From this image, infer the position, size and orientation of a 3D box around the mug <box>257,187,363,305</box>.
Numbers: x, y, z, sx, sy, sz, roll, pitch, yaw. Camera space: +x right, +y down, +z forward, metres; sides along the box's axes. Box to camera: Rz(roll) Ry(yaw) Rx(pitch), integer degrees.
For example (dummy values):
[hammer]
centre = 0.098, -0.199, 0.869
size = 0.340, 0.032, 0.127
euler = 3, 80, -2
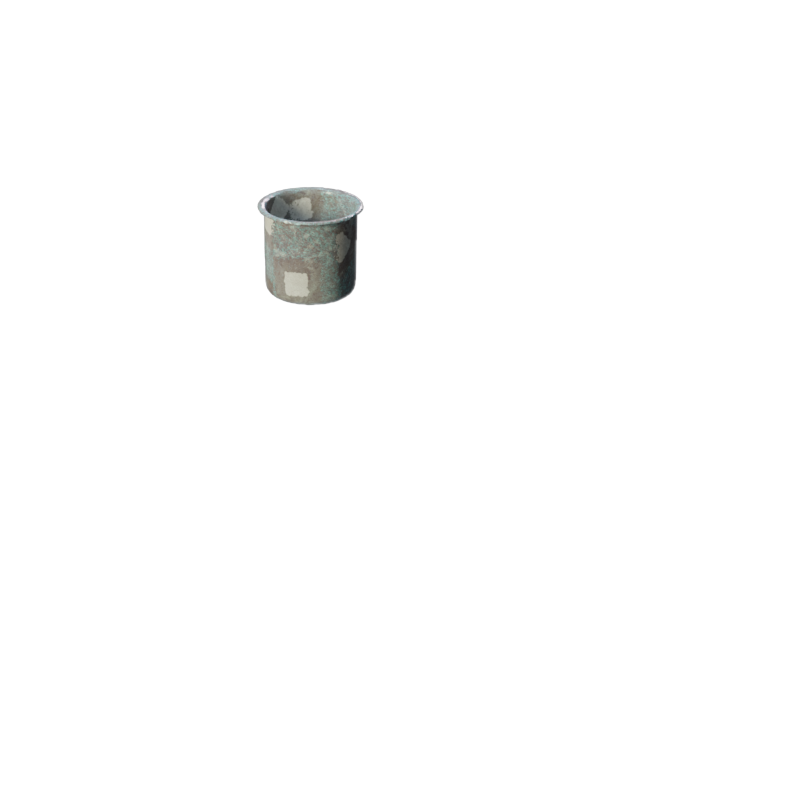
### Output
[mug]
centre = -0.078, -0.142, 0.996
size = 0.094, 0.077, 0.122
euler = 5, 28, 7
